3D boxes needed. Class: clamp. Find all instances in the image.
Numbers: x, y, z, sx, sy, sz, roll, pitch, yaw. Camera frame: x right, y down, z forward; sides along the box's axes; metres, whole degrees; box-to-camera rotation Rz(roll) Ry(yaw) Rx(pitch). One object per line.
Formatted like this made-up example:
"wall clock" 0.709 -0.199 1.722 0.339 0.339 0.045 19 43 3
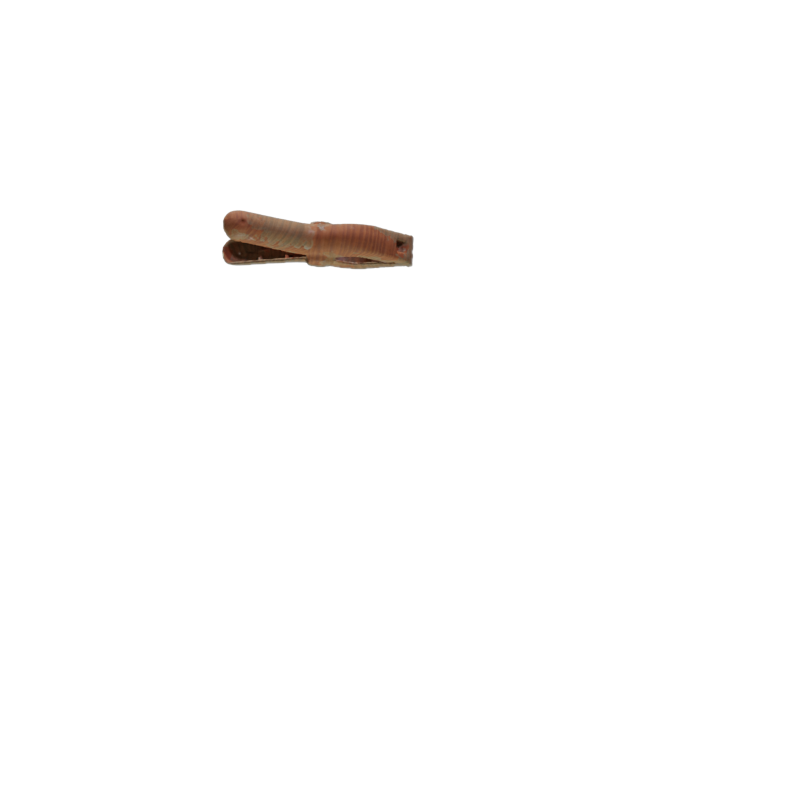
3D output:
"clamp" -0.074 -0.135 0.944 0.172 0.040 0.118 0 0 2
